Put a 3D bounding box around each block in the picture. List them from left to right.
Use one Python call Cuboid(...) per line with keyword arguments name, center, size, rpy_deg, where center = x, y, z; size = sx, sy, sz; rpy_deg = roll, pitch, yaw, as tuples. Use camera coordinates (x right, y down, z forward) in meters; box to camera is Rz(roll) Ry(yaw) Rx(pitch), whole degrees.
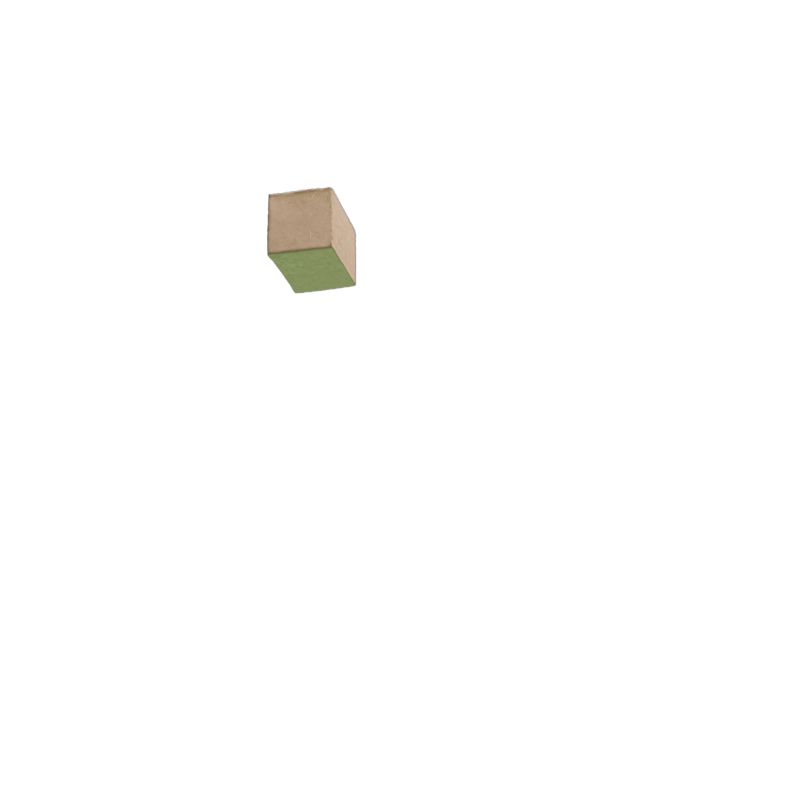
Cuboid(name="block", center=(-0.067, -0.122, 0.856), size=(0.053, 0.054, 0.073), rpy_deg=(-5, -21, 11))
